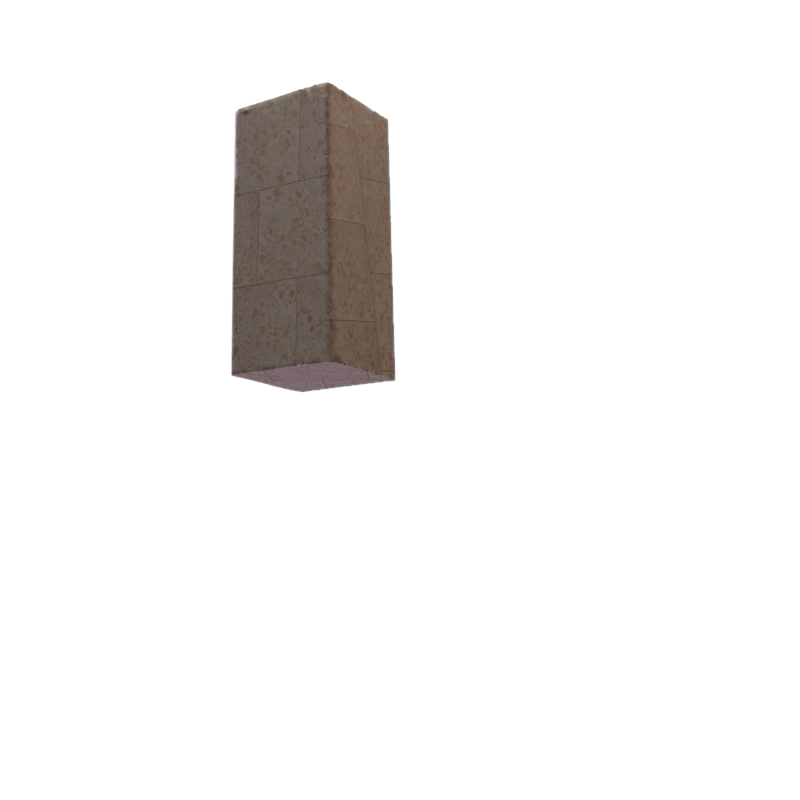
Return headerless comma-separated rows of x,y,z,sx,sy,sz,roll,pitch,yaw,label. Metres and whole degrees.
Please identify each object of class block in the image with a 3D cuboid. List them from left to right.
-0.066,-0.119,0.829,0.093,0.214,0.085,-11,-19,32,block
